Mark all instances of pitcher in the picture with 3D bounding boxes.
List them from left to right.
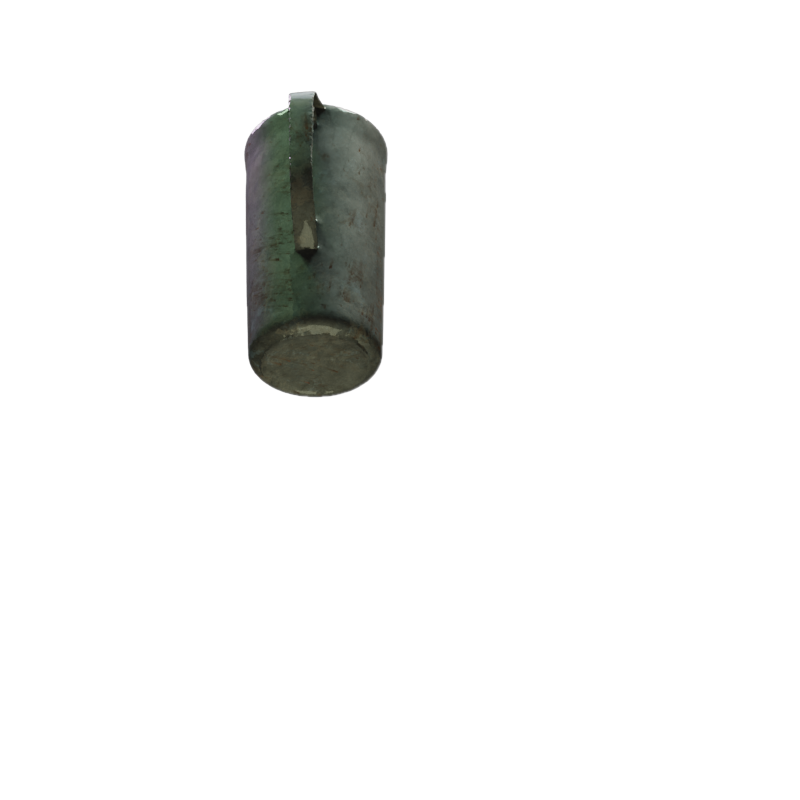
[{"bbox_3d":[-0.074,-0.136,0.950,0.140,0.261,0.143,27,-46,-33],"label":"pitcher"}]
